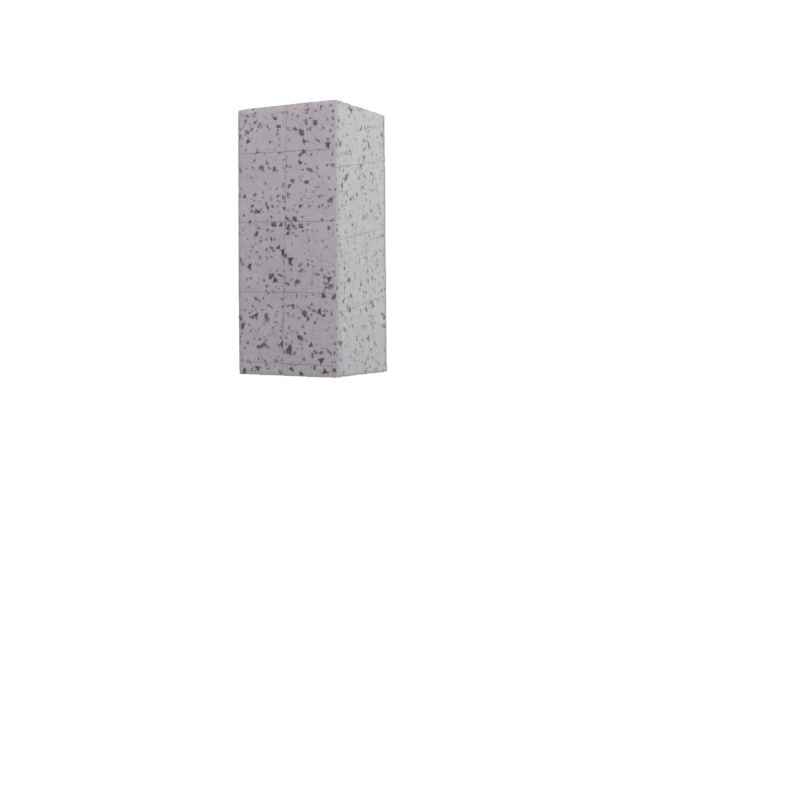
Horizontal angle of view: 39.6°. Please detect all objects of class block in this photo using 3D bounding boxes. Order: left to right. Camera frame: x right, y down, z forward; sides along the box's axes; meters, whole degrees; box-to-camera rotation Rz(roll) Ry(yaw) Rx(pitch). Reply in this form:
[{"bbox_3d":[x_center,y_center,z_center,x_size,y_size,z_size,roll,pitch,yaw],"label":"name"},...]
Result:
[{"bbox_3d":[-0.069,-0.125,0.877,0.093,0.207,0.087,-1,-2,28],"label":"block"}]
